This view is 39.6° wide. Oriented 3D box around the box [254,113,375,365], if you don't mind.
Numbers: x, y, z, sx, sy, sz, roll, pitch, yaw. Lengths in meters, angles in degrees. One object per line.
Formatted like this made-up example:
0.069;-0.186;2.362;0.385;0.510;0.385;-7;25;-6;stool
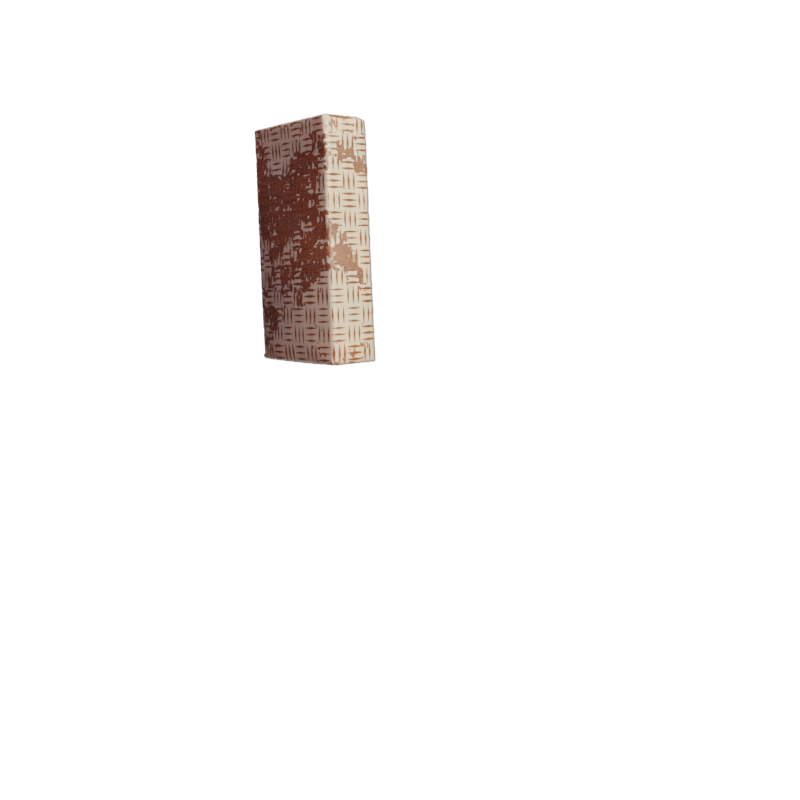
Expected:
-0.064;-0.116;0.816;0.046;0.177;0.097;2;-2;-38;box
